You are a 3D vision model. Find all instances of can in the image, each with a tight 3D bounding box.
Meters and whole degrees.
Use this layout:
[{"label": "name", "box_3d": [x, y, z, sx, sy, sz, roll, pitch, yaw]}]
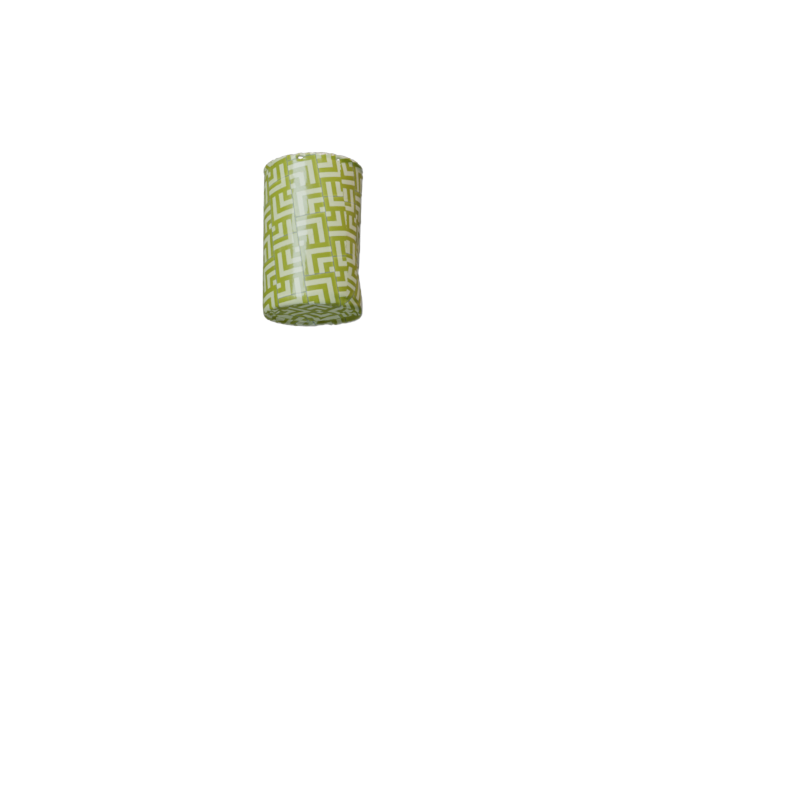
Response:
[{"label": "can", "box_3d": [-0.058, -0.106, 0.740, 0.068, 0.106, 0.066, 0, -15, -2]}]
